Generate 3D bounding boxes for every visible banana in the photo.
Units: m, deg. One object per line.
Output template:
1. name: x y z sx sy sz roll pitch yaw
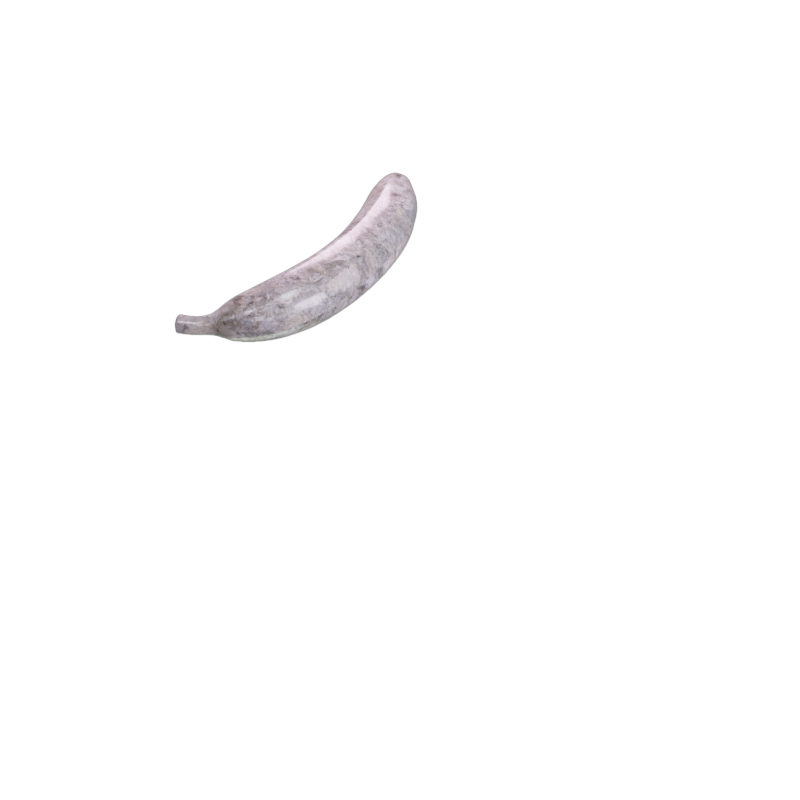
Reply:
1. banana: -0.042 -0.086 0.668 0.074 0.034 0.199 30 50 29
